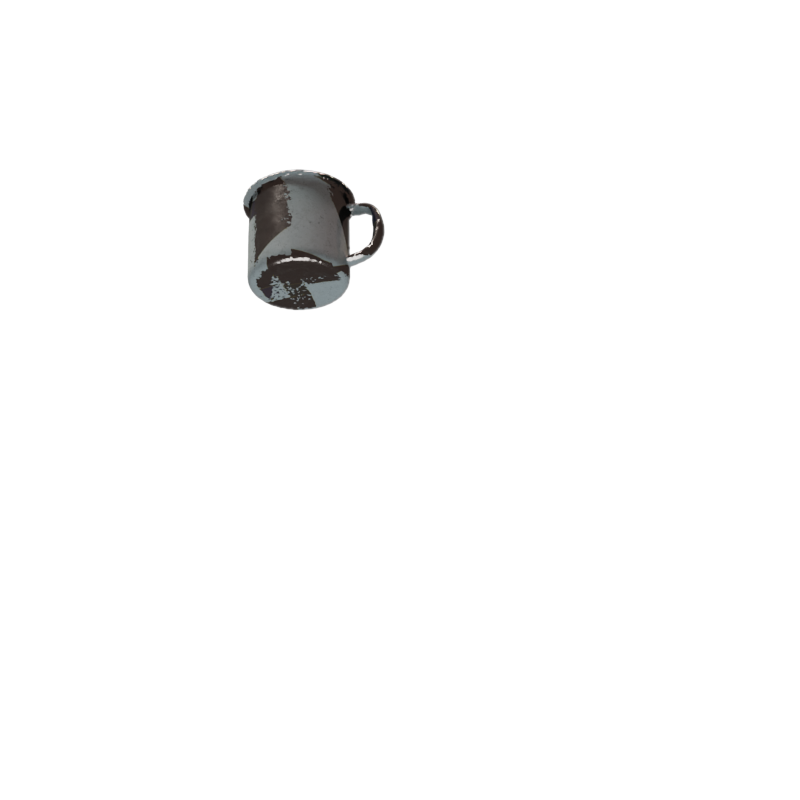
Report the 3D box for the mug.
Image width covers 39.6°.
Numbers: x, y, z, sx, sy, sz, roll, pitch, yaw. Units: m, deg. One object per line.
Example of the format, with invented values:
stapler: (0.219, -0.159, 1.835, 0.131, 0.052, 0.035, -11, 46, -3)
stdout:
mug: (-0.070, -0.127, 0.893, 0.118, 0.087, 0.086, -7, -31, 10)
